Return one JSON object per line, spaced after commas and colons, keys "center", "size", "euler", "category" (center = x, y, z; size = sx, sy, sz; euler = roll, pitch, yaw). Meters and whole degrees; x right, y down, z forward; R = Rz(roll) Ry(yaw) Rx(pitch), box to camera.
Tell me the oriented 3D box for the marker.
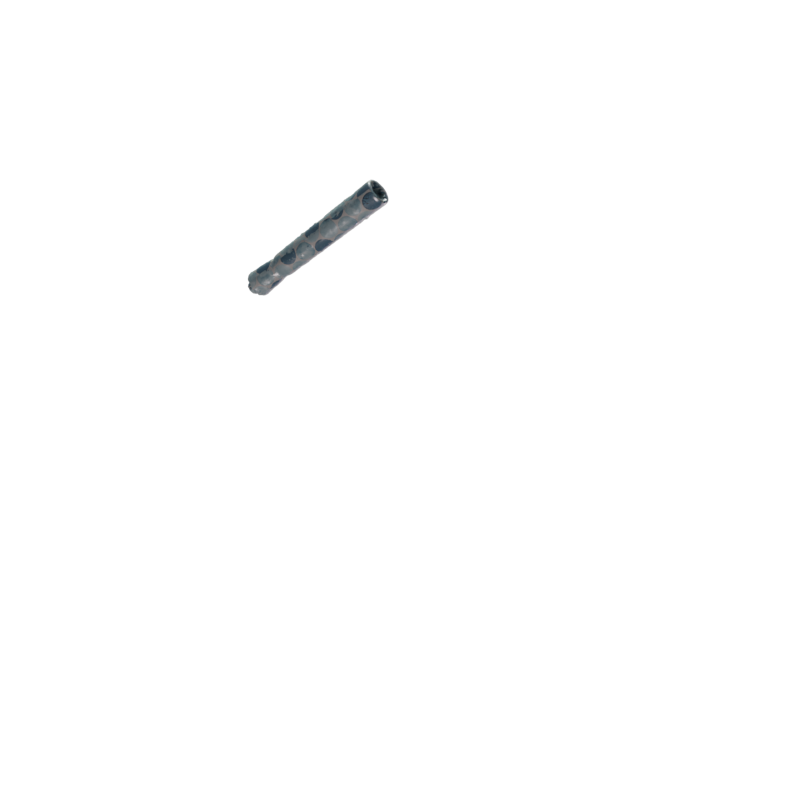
{"center": [-0.058, -0.105, 0.735], "size": [0.120, 0.021, 0.019], "euler": [-33, -14, 29], "category": "marker"}
